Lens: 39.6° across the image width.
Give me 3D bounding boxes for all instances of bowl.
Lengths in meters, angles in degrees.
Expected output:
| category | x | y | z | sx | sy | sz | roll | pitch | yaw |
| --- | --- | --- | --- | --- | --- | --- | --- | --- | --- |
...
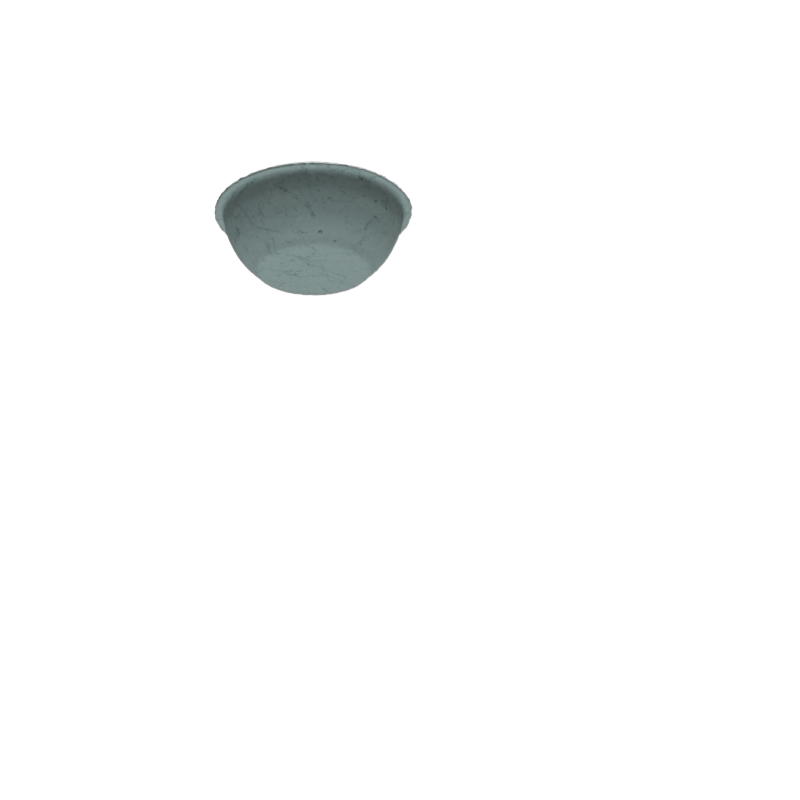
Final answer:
| category | x | y | z | sx | sy | sz | roll | pitch | yaw |
| --- | --- | --- | --- | --- | --- | --- | --- | --- | --- |
| bowl | -0.070 | -0.128 | 0.896 | 0.162 | 0.058 | 0.154 | 1 | -21 | -2 |
